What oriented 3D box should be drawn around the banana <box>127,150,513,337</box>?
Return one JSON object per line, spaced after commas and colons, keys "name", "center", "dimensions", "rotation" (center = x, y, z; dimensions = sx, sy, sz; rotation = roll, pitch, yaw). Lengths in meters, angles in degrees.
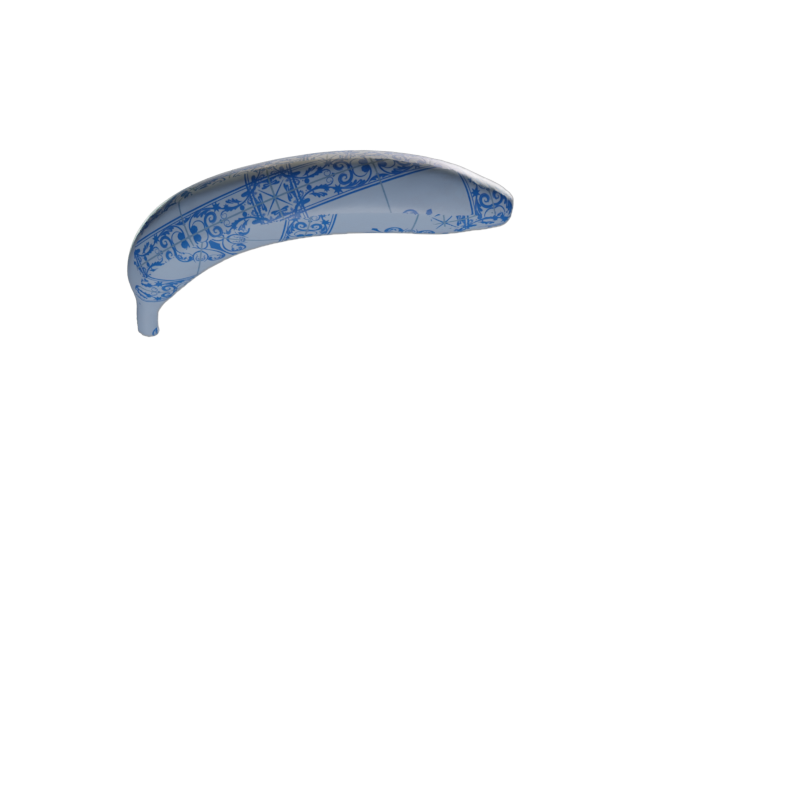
{"name": "banana", "center": [-0.051, -0.082, 0.508], "dimensions": [0.200, 0.039, 0.064], "rotation": [-14, -35, 20]}
